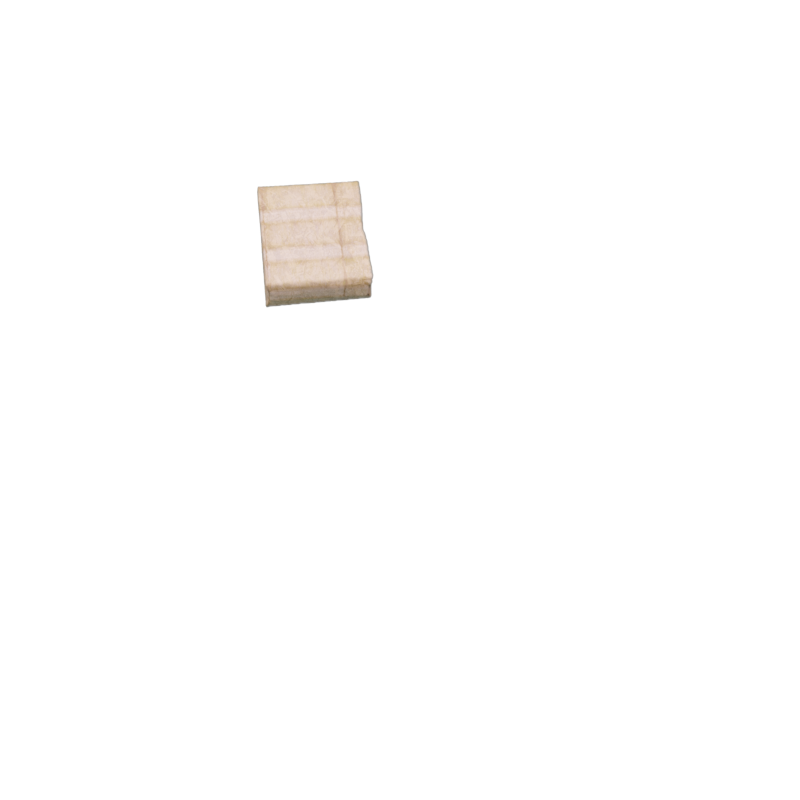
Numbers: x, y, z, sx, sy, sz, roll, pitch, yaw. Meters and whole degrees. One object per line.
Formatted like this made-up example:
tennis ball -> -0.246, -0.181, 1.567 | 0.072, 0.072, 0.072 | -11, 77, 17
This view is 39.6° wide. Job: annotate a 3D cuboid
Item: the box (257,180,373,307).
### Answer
box -> -0.060, -0.109, 0.767 | 0.073, 0.096, 0.028 | -5, -35, -4
